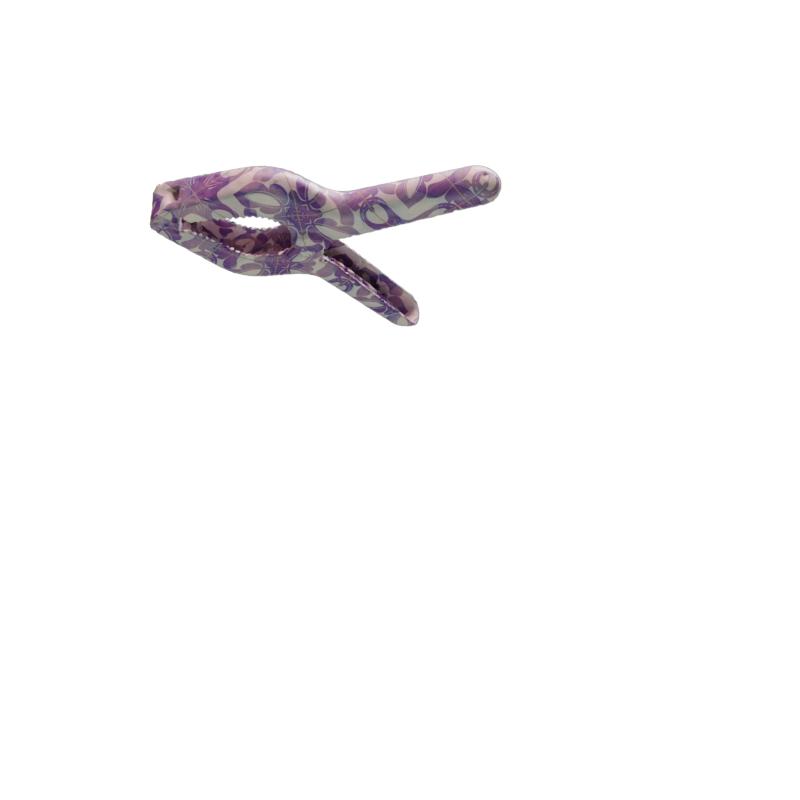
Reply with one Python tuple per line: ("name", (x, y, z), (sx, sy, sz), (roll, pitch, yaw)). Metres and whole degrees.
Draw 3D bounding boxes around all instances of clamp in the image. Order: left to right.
("clamp", (-0.056, -0.103, 0.721), (0.208, 0.039, 0.156), (5, -32, -8))
